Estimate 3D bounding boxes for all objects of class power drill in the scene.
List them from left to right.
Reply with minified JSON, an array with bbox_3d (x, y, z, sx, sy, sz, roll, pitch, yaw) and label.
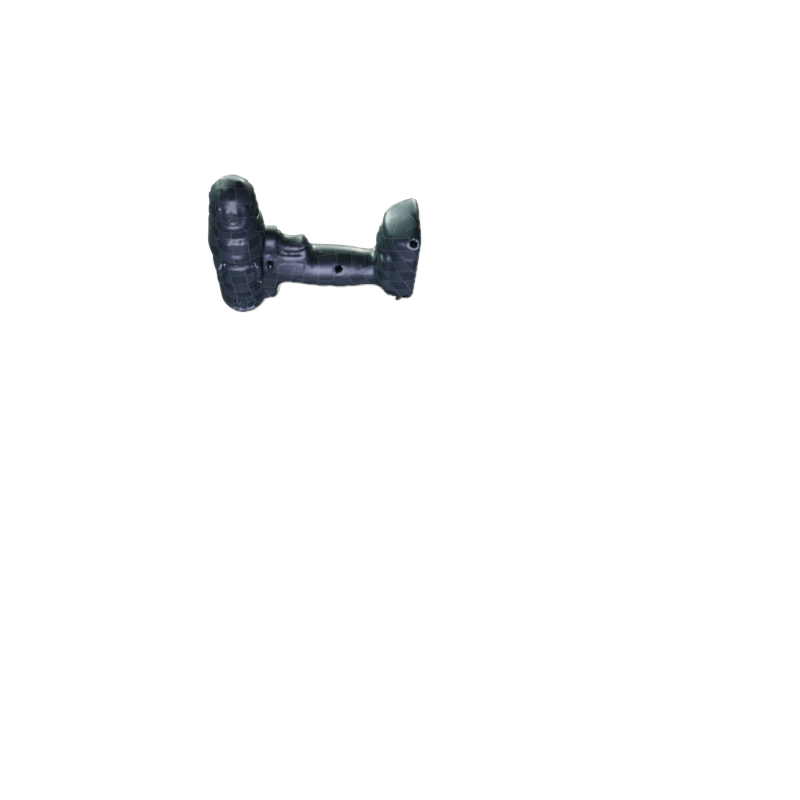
[{"bbox_3d":[-0.078,-0.142,0.994,0.187,0.061,0.174,0,-26,-1],"label":"power drill"}]
